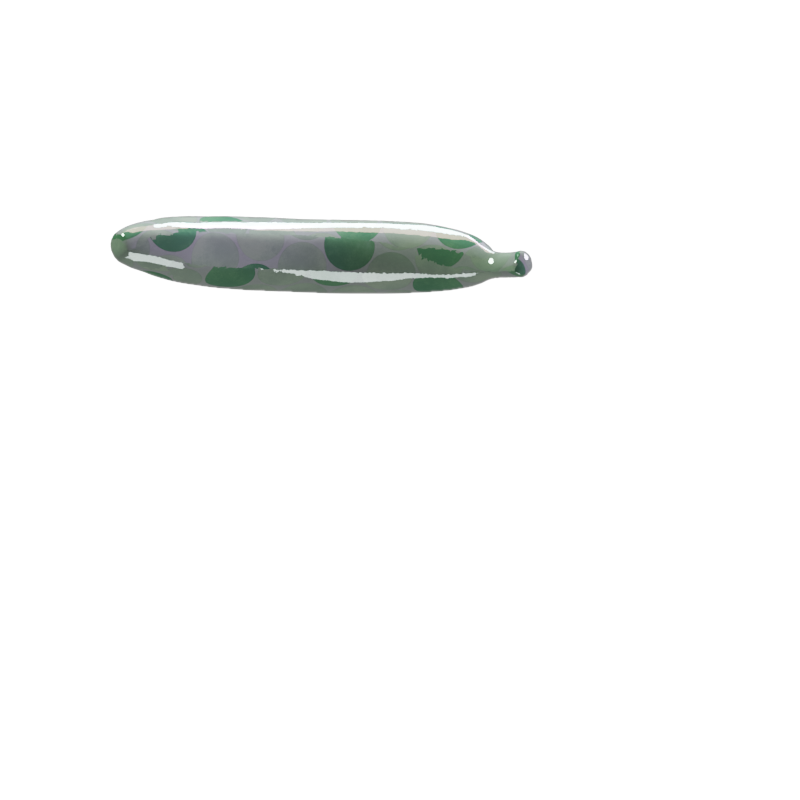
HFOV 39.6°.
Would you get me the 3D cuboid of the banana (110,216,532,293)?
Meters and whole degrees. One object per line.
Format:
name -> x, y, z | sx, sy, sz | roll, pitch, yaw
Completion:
banana -> -0.040, -0.074, 0.549 | 0.197, 0.038, 0.068 | 0, -7, -4
